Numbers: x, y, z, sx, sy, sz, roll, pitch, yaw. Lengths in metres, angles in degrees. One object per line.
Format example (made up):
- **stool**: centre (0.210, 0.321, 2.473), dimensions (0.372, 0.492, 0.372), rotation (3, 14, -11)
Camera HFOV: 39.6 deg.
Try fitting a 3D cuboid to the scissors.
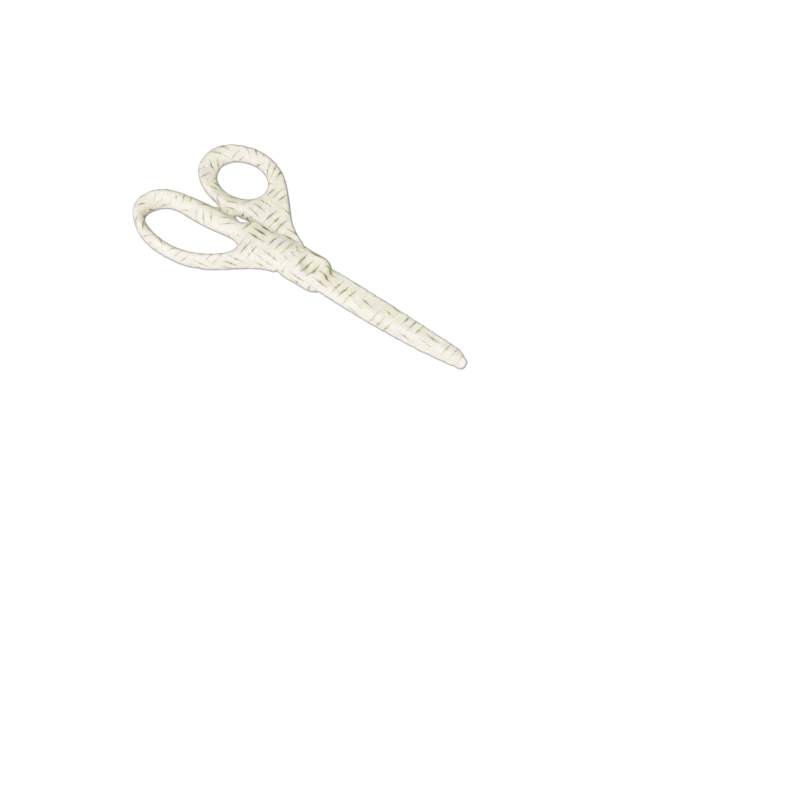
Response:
- **scissors**: centre (-0.047, -0.086, 0.605), dimensions (0.207, 0.100, 0.015), rotation (18, -33, 12)
